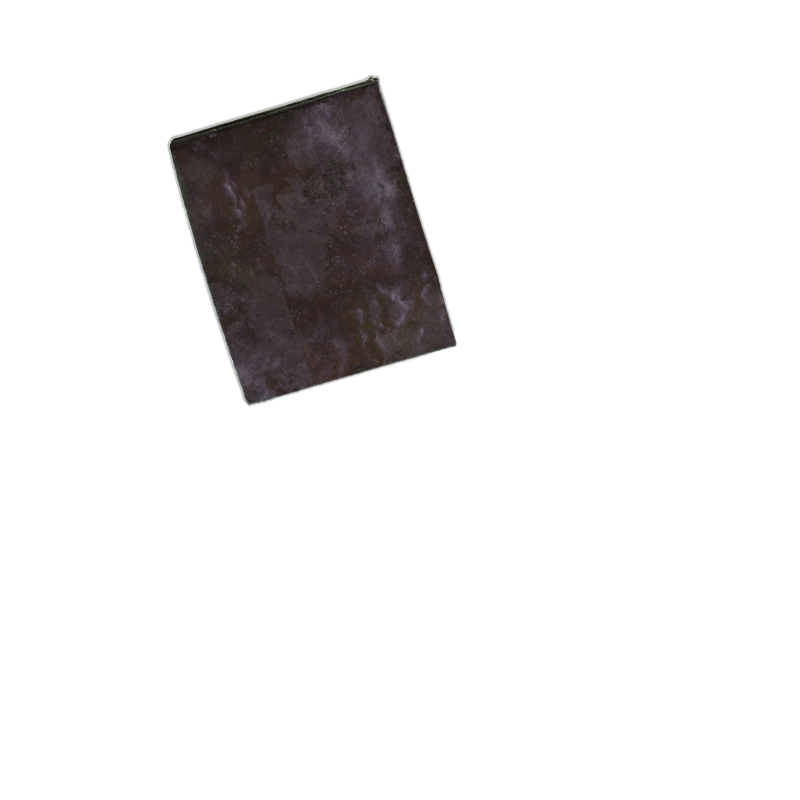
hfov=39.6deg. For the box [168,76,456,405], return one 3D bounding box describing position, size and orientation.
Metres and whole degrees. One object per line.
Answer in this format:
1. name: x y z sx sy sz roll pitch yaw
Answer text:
1. box: -0.035 -0.064 0.448 0.090 0.110 0.040 -16 12 3
